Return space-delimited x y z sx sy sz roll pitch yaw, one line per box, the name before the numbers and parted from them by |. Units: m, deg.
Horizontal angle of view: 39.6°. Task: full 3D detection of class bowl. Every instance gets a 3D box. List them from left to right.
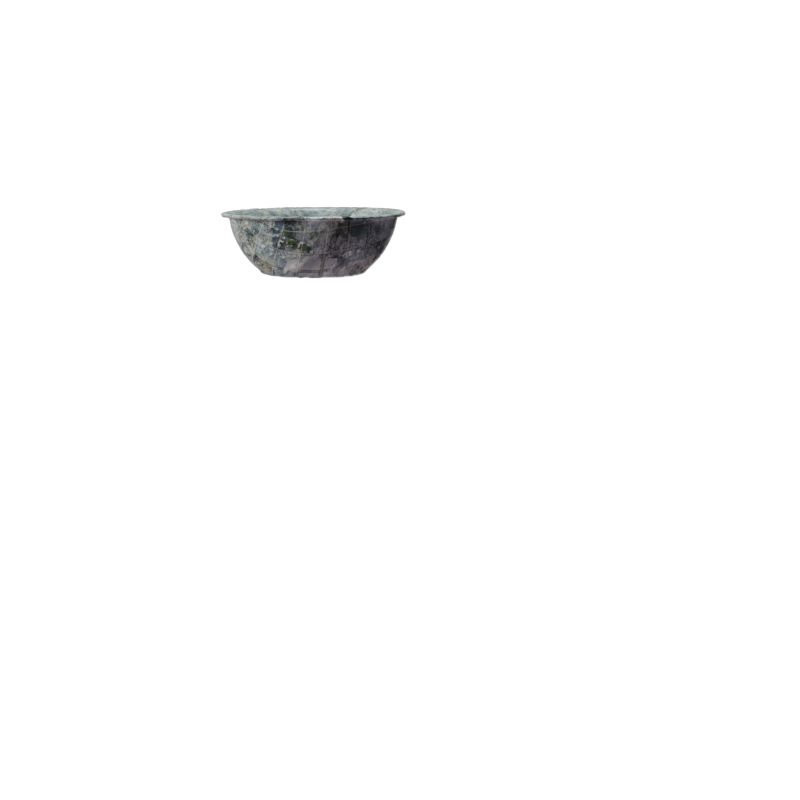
bowl | -0.076 -0.139 0.973 0.162 0.054 0.166 0 12 -2
